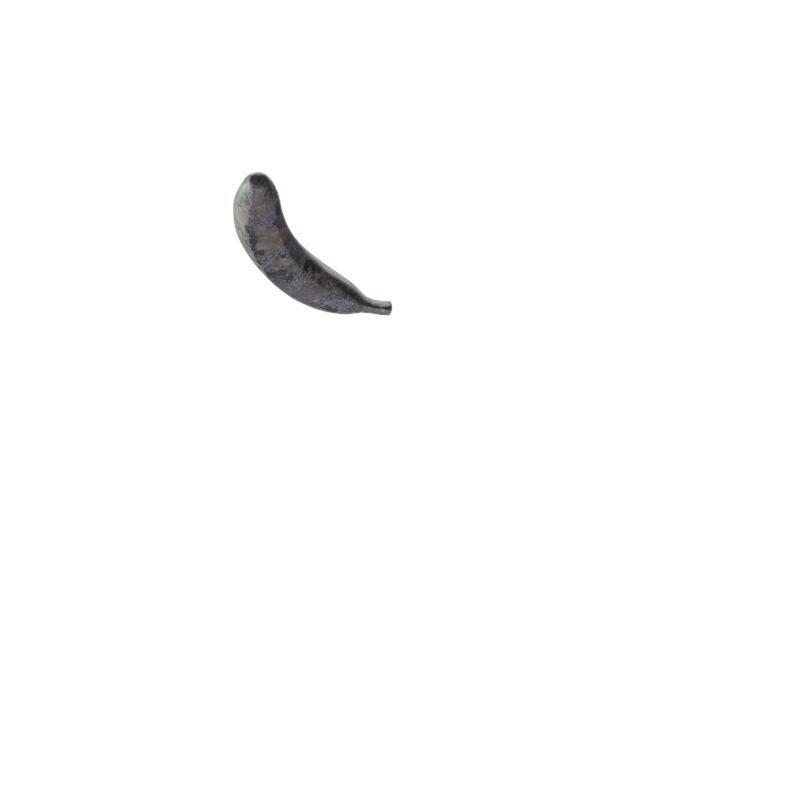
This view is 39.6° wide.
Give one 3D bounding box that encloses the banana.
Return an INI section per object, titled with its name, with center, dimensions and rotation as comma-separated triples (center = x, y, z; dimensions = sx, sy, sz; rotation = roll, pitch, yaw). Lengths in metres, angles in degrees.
[banana]
center = -0.079, -0.112, 0.835
dimensions = 0.070, 0.039, 0.183
rotation = -15, -31, 25
